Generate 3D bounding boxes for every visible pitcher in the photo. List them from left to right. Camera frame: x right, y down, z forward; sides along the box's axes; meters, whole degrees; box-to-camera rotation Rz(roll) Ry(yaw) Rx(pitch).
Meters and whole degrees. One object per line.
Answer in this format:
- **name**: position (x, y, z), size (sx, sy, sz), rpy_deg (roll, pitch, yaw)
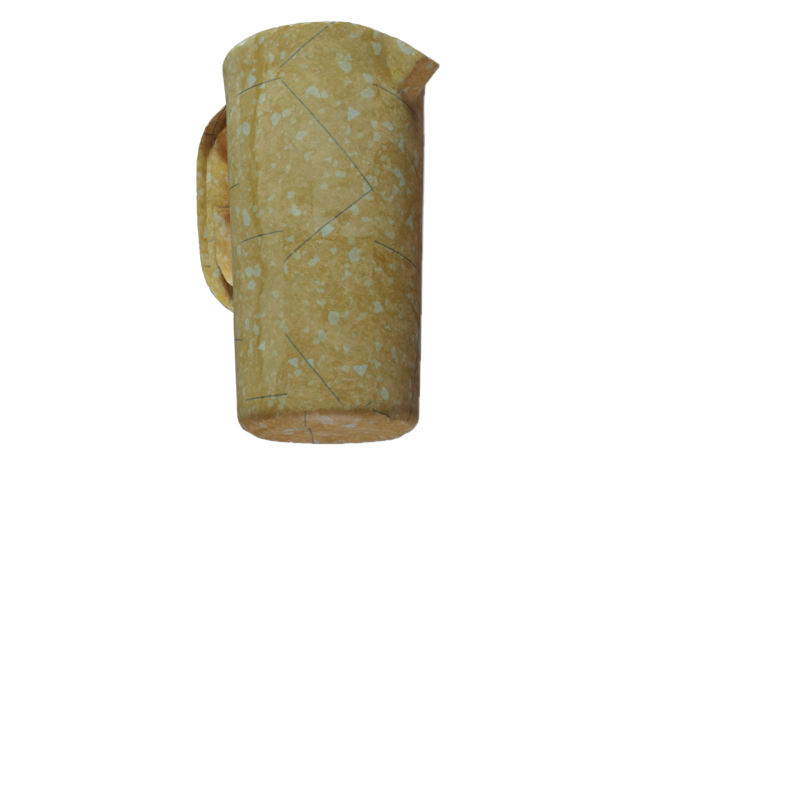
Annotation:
- **pitcher**: position (-0.054, -0.099, 0.693), size (0.143, 0.252, 0.146), rpy_deg (2, -14, -10)
